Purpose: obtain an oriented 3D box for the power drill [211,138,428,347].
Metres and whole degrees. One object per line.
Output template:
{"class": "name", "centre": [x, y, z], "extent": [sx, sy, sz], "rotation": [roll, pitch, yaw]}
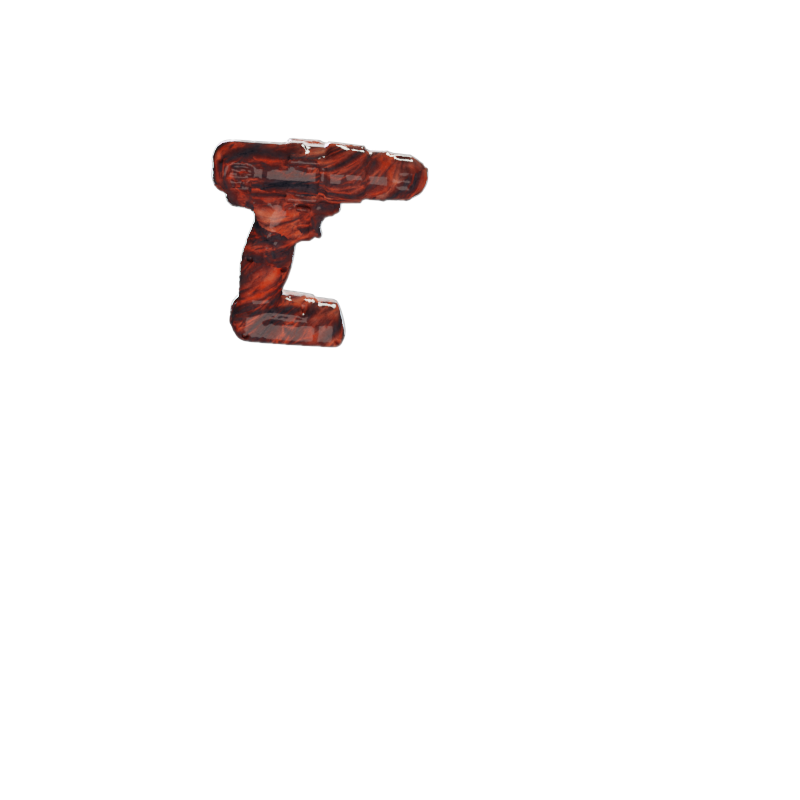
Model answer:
{"class": "power drill", "centre": [-0.076, -0.139, 0.973], "extent": [0.184, 0.178, 0.061], "rotation": [5, 28, -3]}
